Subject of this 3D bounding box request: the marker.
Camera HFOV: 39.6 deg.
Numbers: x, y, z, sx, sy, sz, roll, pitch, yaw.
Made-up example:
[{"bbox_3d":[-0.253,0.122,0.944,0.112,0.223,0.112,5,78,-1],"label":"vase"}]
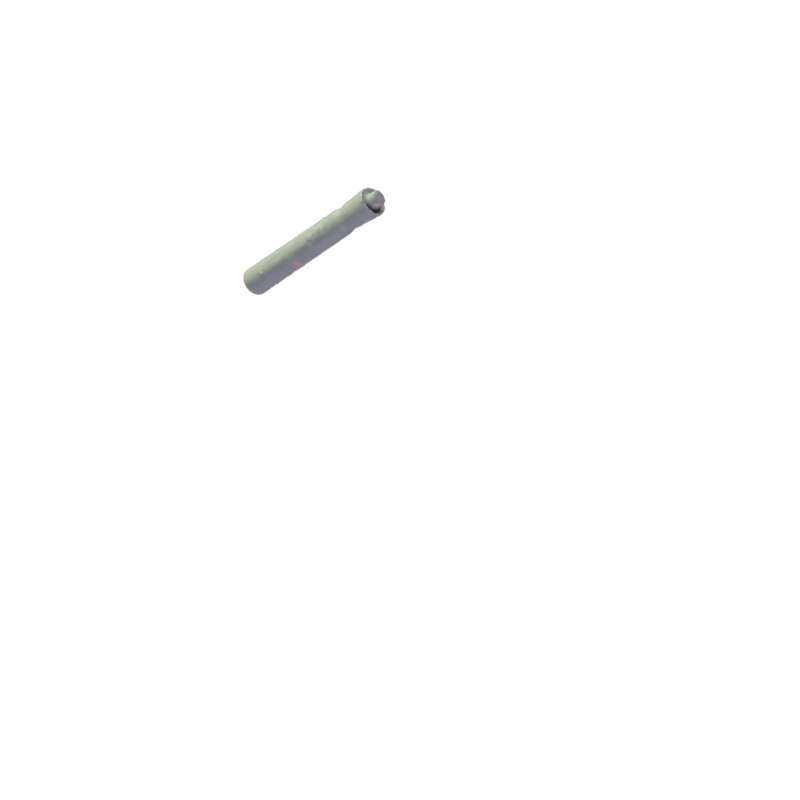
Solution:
[{"bbox_3d":[-0.053,-0.097,0.682,0.121,0.021,0.019,-27,-15,40],"label":"marker"}]
